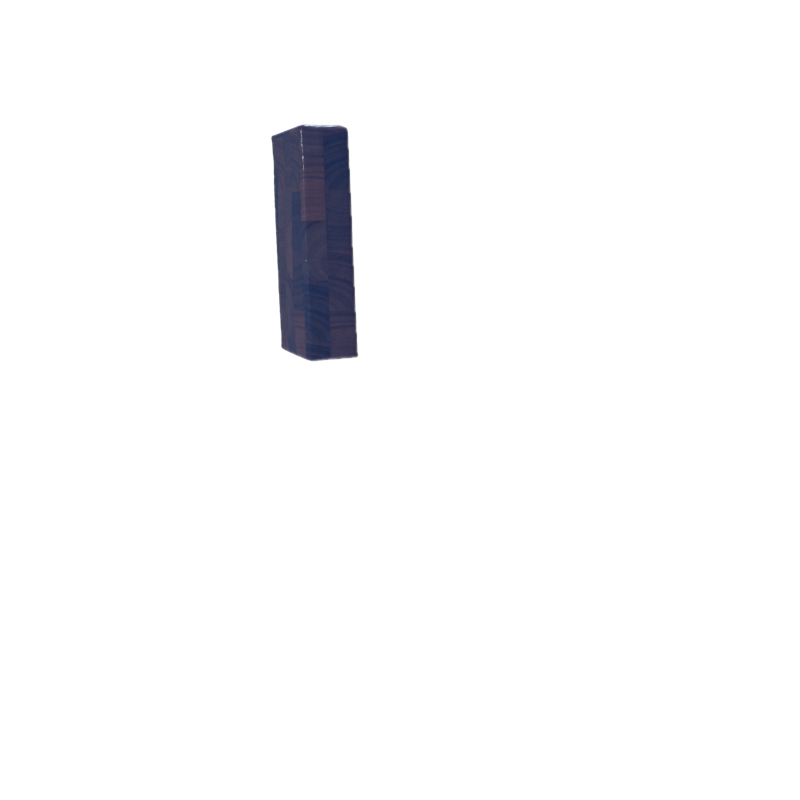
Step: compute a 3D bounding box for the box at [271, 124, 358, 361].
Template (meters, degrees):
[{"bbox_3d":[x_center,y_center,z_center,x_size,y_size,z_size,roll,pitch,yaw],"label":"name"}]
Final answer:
[{"bbox_3d":[-0.067,-0.124,0.866,0.047,0.176,0.096,0,3,-19],"label":"box"}]
